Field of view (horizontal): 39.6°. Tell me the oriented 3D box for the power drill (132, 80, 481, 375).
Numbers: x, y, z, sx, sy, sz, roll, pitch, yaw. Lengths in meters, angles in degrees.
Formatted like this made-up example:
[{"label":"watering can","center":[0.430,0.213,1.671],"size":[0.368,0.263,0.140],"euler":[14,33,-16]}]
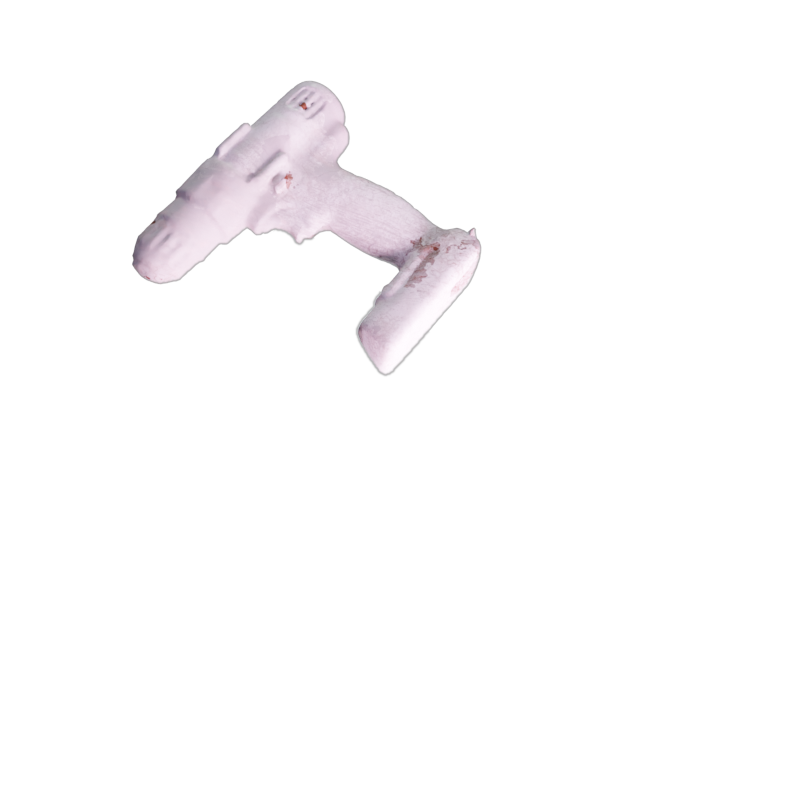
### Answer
[{"label":"power drill","center":[-0.057,-0.104,0.729],"size":[0.195,0.187,0.054],"euler":[39,-17,14]}]
